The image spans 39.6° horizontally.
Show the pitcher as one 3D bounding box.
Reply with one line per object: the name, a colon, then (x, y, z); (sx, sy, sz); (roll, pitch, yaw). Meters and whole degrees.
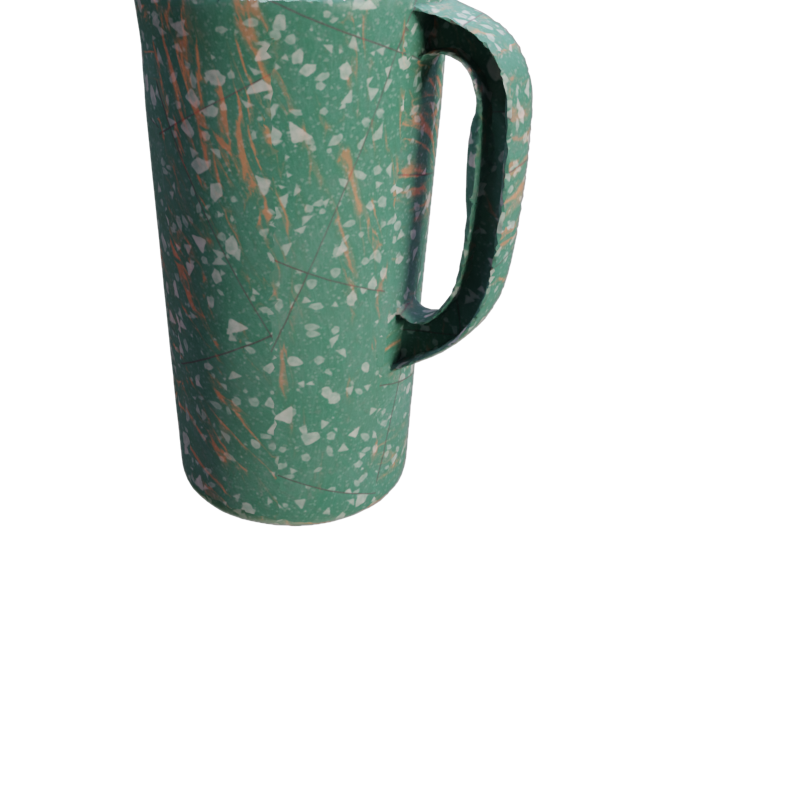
pitcher: (-0.038, -0.070, 0.488); (0.143, 0.231, 0.159); (-4, 24, -13)
